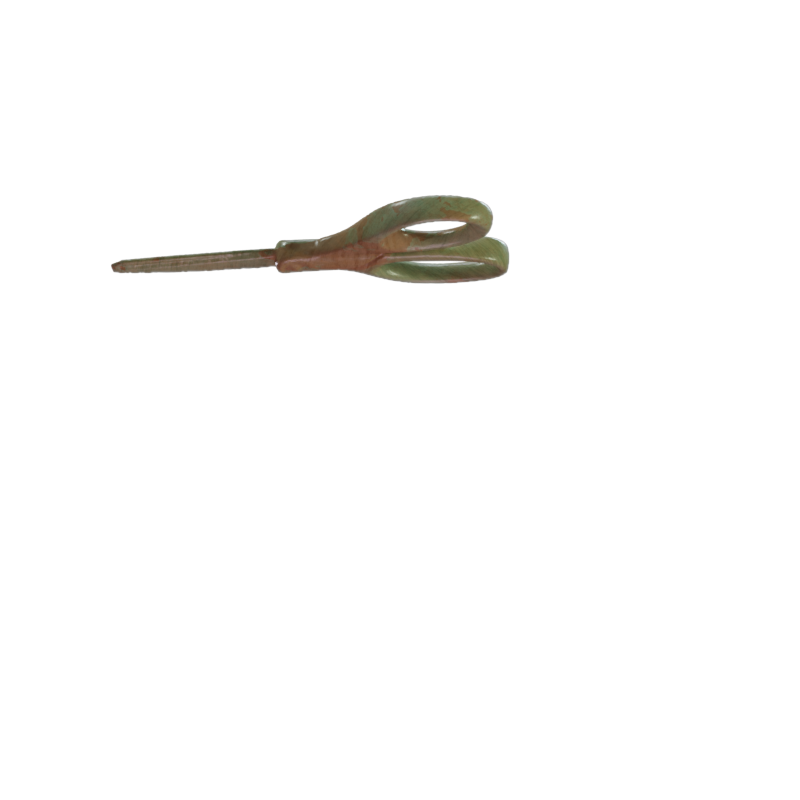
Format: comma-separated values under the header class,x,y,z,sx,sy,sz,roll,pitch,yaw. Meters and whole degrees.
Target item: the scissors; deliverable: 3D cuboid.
class,x,y,z,sx,sy,sz,roll,pitch,yaw
scissors,-0.042,-0.077,0.541,0.200,0.016,0.093,2,-16,-6
